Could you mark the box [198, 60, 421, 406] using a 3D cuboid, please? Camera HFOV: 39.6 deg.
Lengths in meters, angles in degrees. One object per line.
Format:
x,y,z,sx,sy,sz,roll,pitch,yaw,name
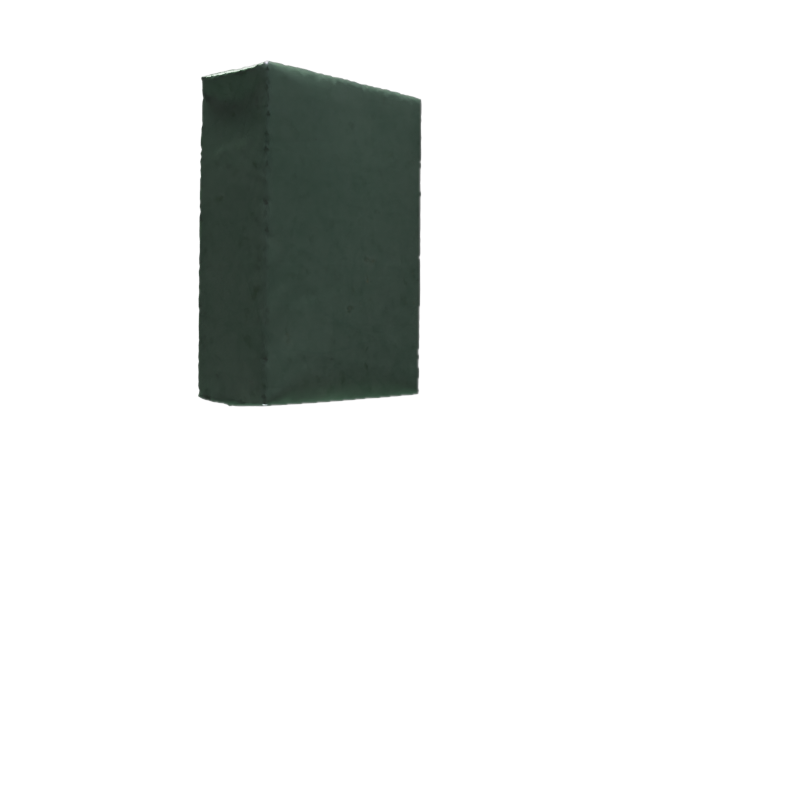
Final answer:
-0.059,-0.107,0.752,0.074,0.216,0.157,-3,-2,39,box
